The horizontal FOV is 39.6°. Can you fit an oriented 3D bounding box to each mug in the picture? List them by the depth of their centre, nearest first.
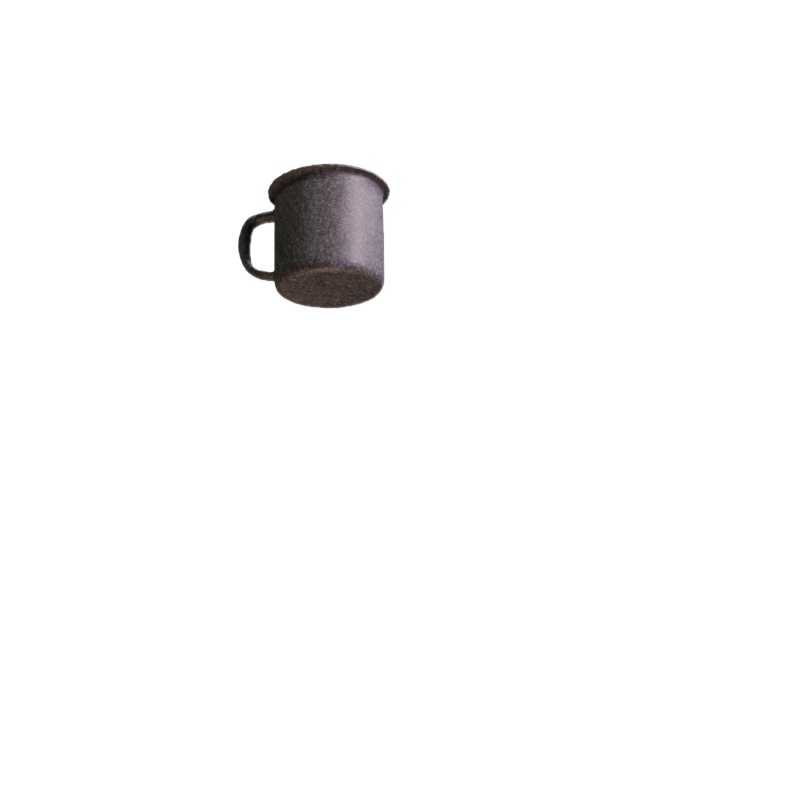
[{"bbox_3d":[-0.065,-0.119,0.831,0.118,0.086,0.088,-4,-20,9],"label":"mug"}]
